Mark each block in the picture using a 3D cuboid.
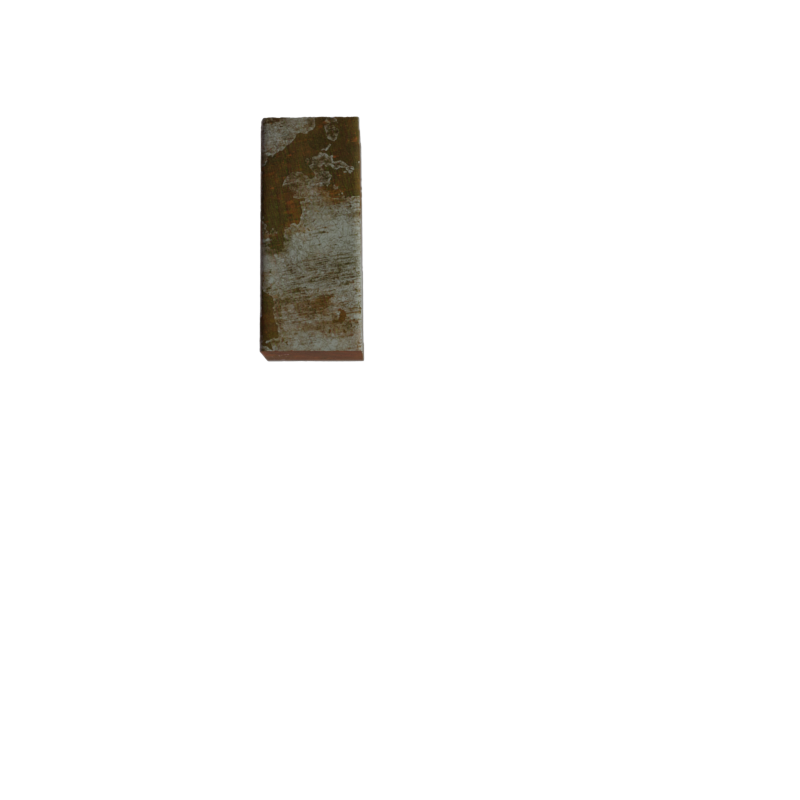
[{"bbox_3d":[-0.078,-0.142,0.994,0.090,0.212,0.088,-1,-10,0],"label":"block"}]
